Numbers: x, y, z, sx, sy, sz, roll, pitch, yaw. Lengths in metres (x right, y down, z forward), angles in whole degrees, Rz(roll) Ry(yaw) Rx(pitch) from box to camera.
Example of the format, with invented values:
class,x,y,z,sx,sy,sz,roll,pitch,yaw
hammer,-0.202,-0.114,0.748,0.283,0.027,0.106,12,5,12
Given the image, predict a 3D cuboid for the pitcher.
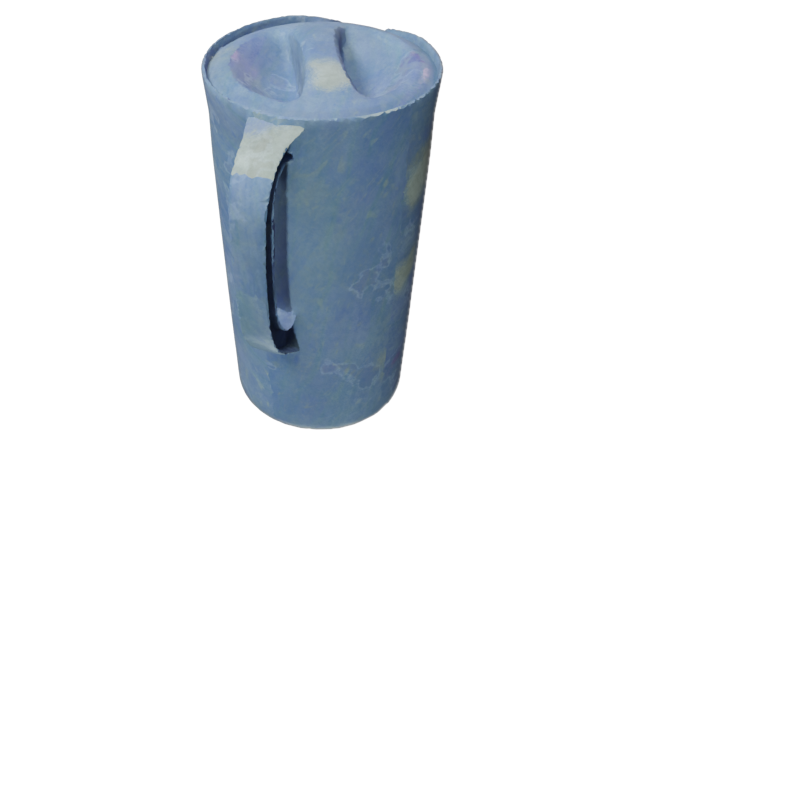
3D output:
class,x,y,z,sx,sy,sz,roll,pitch,yaw
pitcher,-0.052,-0.096,0.669,0.147,0.227,0.157,-16,42,-22
